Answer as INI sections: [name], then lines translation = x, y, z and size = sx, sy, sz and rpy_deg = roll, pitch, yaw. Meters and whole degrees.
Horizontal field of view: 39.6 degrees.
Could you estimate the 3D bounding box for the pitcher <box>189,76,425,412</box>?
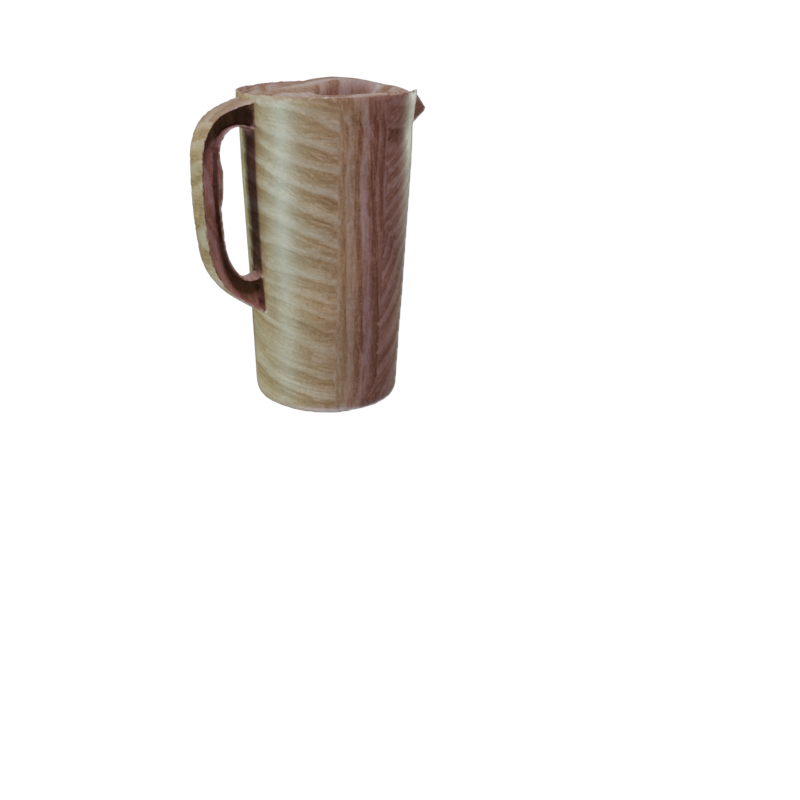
[pitcher]
translation = -0.065, -0.119, 0.832
size = 0.152, 0.235, 0.147
rpy_deg = 4, 15, 12
